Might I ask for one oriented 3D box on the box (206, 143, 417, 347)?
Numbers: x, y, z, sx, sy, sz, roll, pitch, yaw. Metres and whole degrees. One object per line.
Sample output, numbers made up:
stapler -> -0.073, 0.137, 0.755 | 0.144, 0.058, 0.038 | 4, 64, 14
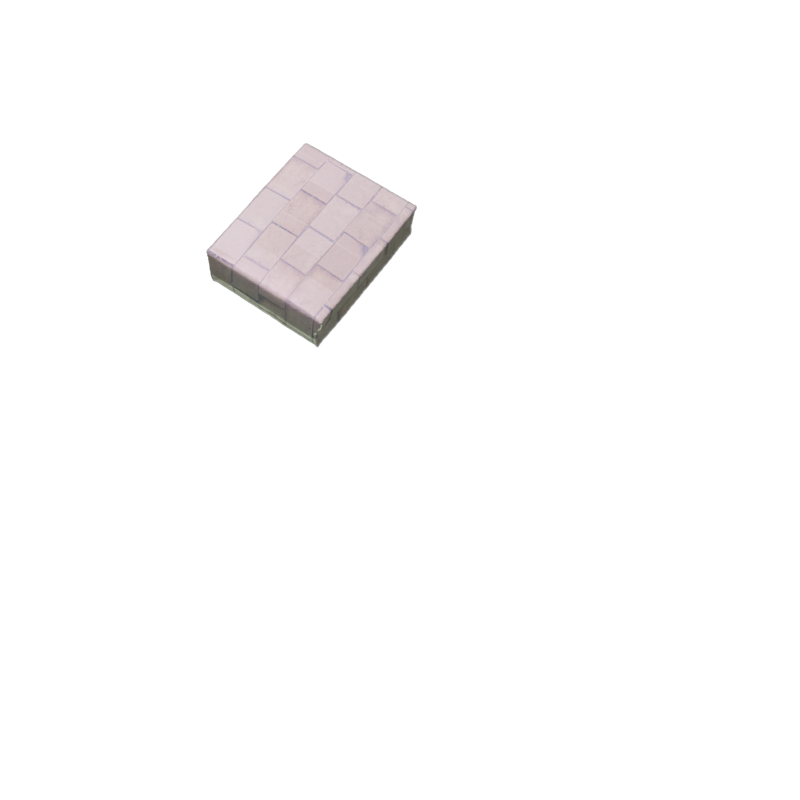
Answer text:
box -> -0.057, -0.103, 0.721 | 0.093, 0.116, 0.036 | 30, -26, 15
